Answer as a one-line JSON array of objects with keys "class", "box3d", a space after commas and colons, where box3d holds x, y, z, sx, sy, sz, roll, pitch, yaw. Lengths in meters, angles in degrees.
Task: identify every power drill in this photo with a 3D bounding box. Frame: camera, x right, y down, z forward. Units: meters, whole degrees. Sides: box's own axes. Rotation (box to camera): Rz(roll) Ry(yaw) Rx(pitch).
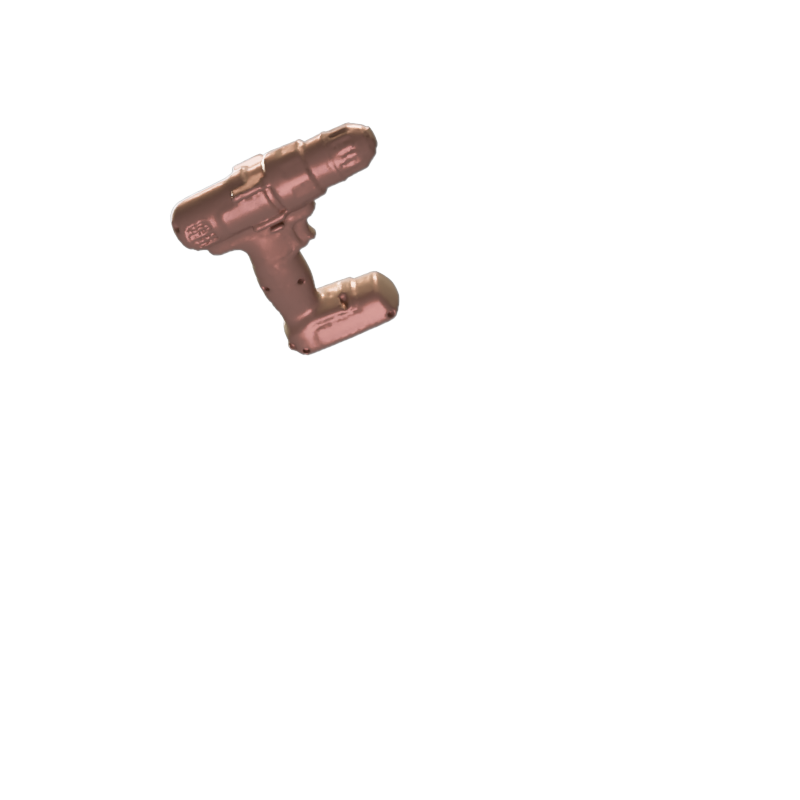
[{"class": "power drill", "box3d": [-0.073, -0.134, 0.938, 0.185, 0.174, 0.061, -22, 37, 17]}]
